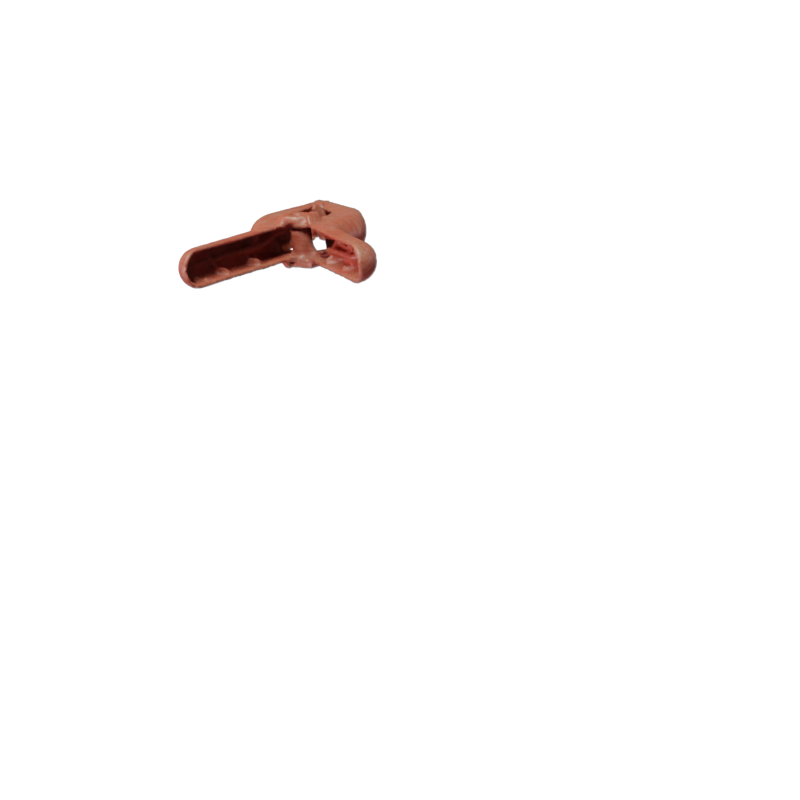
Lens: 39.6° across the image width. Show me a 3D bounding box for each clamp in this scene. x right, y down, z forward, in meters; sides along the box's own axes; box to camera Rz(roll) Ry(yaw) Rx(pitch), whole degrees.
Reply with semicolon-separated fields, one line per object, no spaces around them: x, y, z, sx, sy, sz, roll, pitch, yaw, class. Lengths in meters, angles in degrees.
-0.057;-0.103;0.723;0.123;0.037;0.174;7;23;16;clamp
